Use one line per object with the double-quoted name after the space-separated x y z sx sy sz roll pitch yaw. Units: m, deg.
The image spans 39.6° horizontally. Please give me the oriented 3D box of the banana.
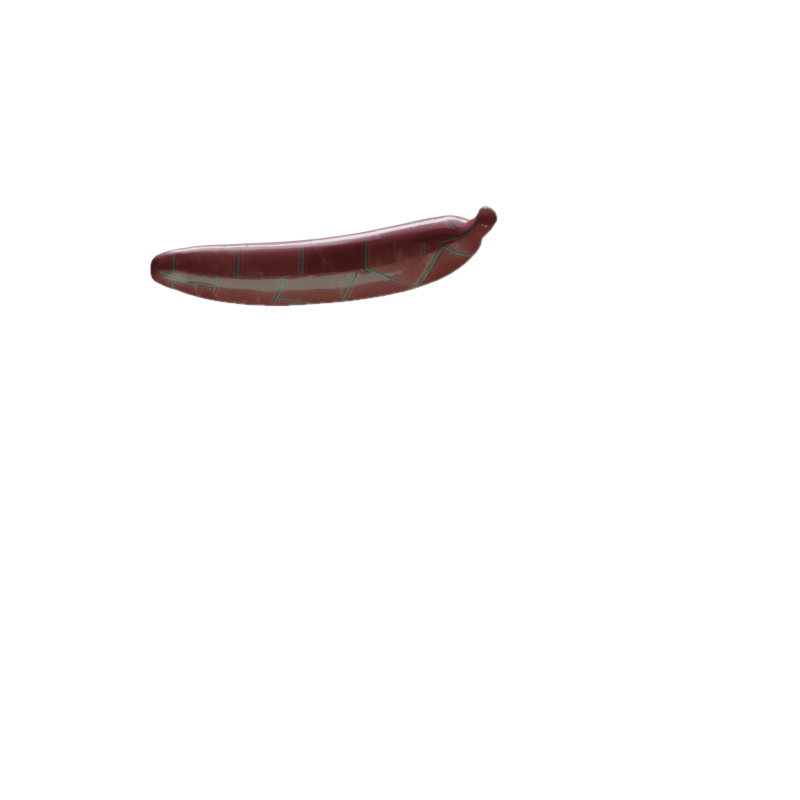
-0.039 -0.080 0.623 0.200 0.039 0.064 -8 -28 16 "banana"
